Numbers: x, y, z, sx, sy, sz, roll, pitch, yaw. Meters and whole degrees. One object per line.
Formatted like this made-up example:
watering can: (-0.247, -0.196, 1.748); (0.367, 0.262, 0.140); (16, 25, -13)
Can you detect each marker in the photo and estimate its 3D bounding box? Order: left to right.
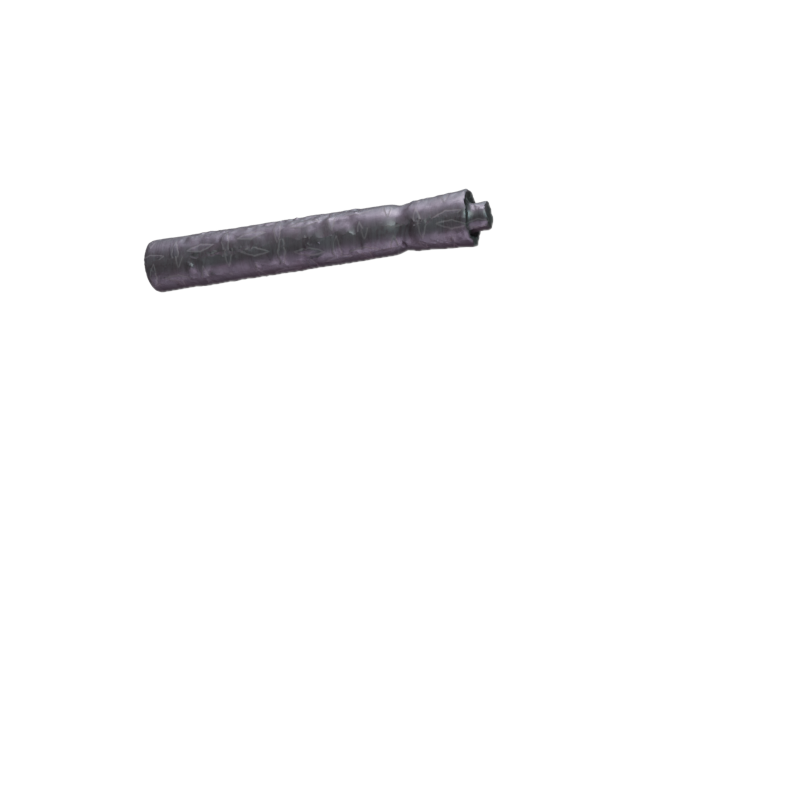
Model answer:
marker: (-0.029, -0.053, 0.372); (0.123, 0.020, 0.019); (-6, 2, 21)
